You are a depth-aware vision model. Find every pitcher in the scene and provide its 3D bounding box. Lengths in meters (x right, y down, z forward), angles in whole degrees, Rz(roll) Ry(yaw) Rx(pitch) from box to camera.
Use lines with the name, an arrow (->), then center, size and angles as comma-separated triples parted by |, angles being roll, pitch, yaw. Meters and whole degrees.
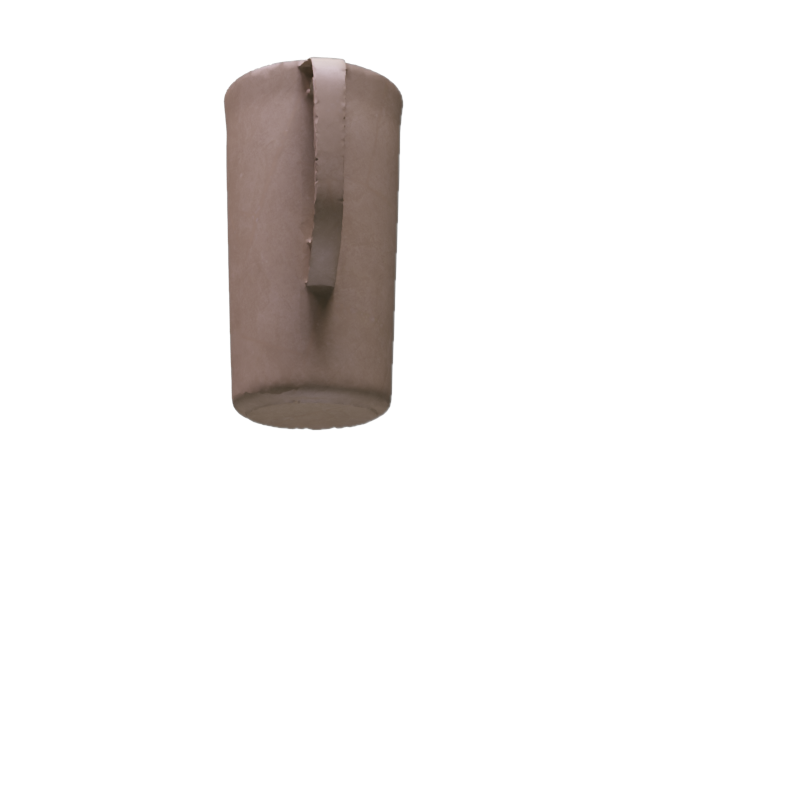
pitcher -> -0.061, -0.111, 0.776 | 0.148, 0.254, 0.140 | -14, -22, 33
